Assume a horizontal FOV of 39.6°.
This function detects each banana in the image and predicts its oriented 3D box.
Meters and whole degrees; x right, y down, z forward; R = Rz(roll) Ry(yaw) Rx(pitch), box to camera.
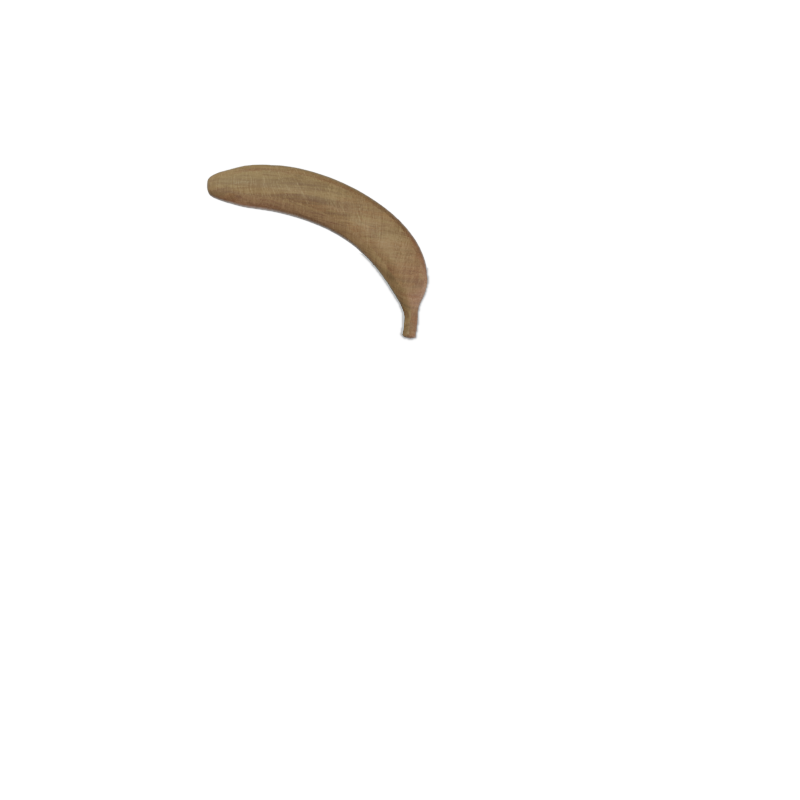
[{"bbox_3d":[-0.051,-0.130,0.829,0.203,0.071,0.035,36,-14,11],"label":"banana"}]
